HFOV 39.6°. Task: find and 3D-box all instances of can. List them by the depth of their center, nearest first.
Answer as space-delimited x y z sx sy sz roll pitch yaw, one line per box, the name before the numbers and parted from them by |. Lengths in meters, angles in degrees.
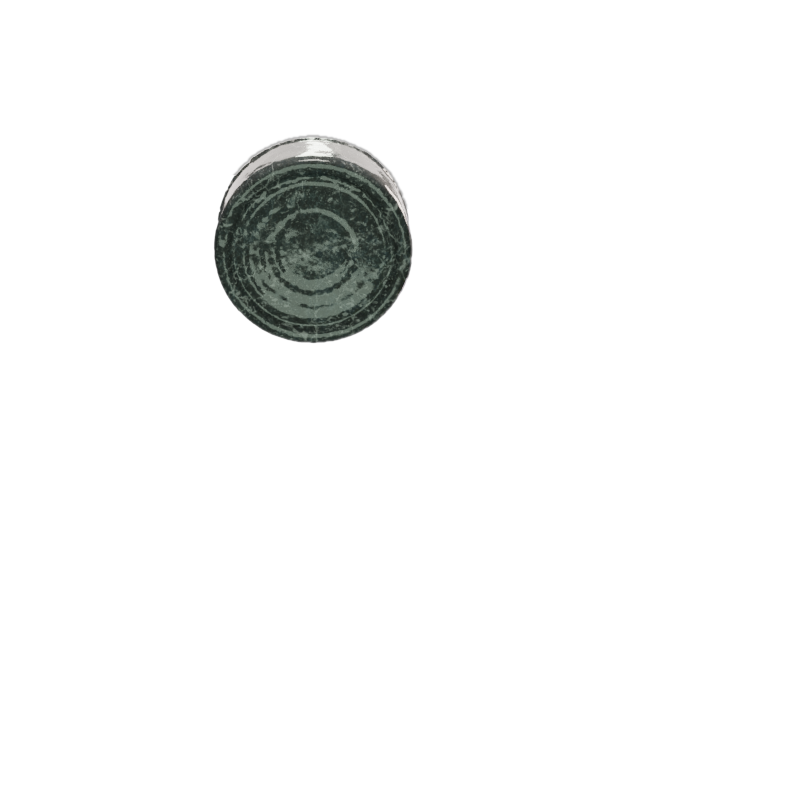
can | -0.038 -0.069 0.482 0.086 0.082 0.035 0 22 -1
